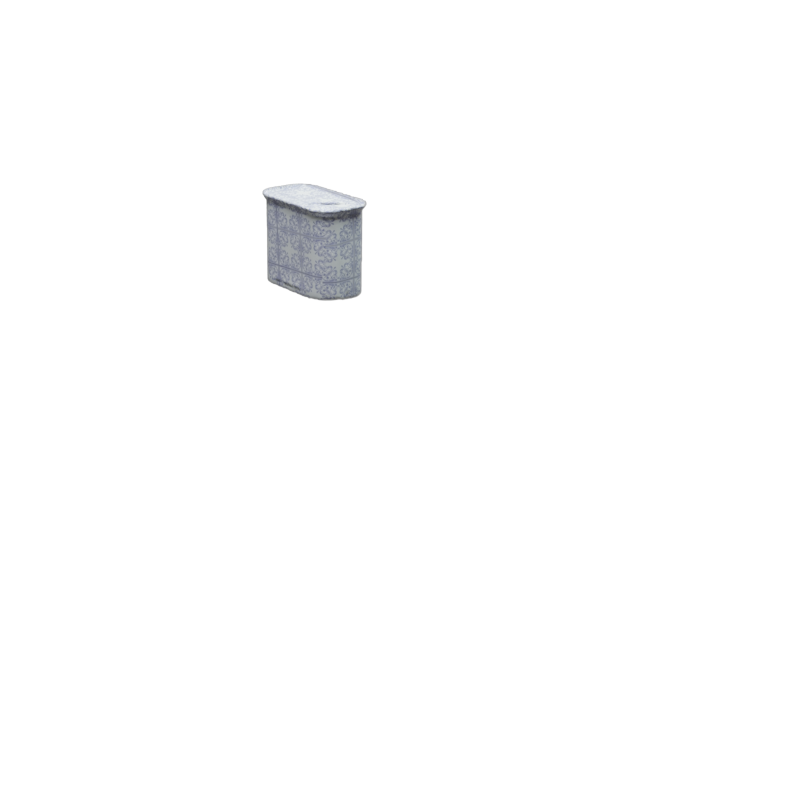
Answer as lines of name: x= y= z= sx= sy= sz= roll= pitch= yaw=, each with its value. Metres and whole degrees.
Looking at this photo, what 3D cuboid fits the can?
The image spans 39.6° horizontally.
can: x=-0.077 y=-0.140 z=0.983 sx=0.056 sy=0.080 sz=0.108 roll=-13 pitch=24 yaw=-36
